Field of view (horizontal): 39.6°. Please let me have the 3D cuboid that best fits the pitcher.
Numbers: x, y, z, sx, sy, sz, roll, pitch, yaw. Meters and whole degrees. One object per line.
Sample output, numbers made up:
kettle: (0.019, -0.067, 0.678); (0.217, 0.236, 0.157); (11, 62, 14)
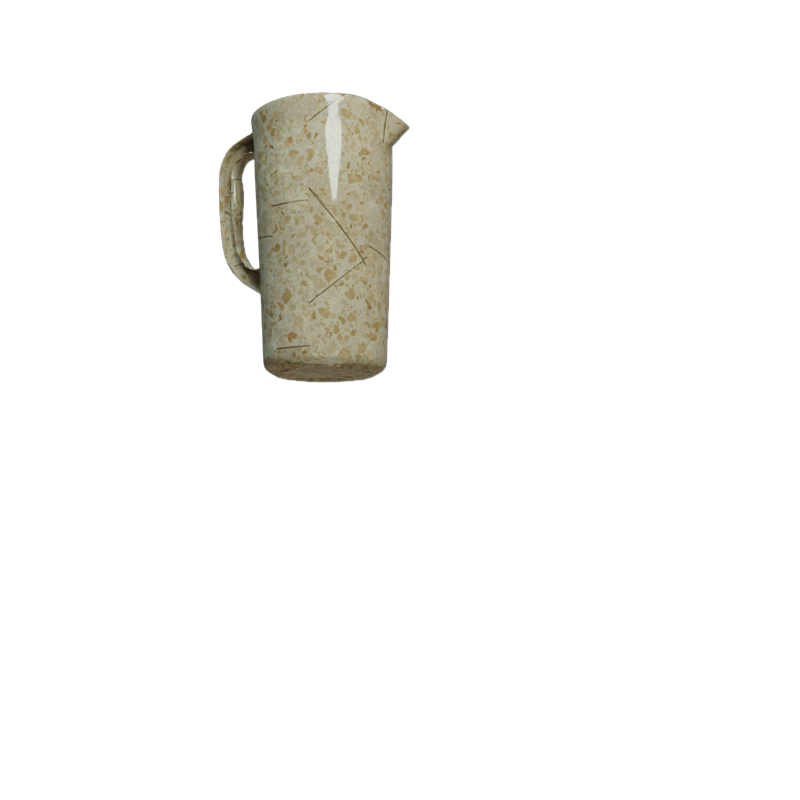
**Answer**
pitcher: (-0.078, -0.142, 0.996); (0.141, 0.251, 0.149); (4, -14, -22)
